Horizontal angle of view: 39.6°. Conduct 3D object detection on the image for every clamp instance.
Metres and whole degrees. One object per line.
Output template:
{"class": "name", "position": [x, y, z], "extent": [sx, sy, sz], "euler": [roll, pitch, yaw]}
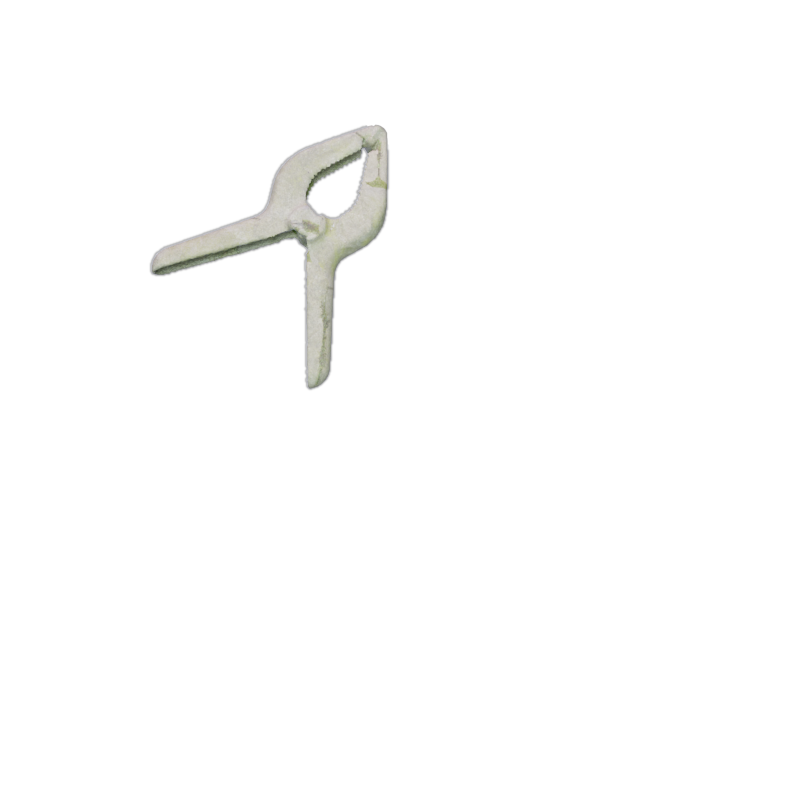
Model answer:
{"class": "clamp", "position": [-0.068, -0.125, 0.874], "extent": [0.169, 0.212, 0.035], "euler": [42, -11, 10]}
